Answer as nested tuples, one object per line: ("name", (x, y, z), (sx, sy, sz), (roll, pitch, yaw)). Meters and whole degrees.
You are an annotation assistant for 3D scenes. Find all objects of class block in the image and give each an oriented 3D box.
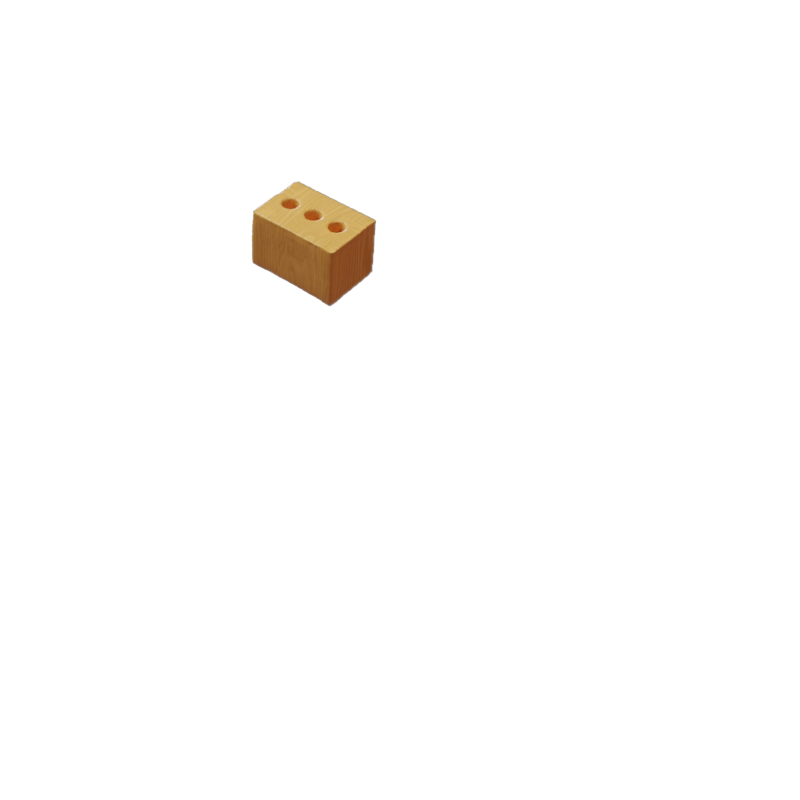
("block", (-0.064, -0.116, 0.814), (0.082, 0.048, 0.053), (29, 49, 27))
